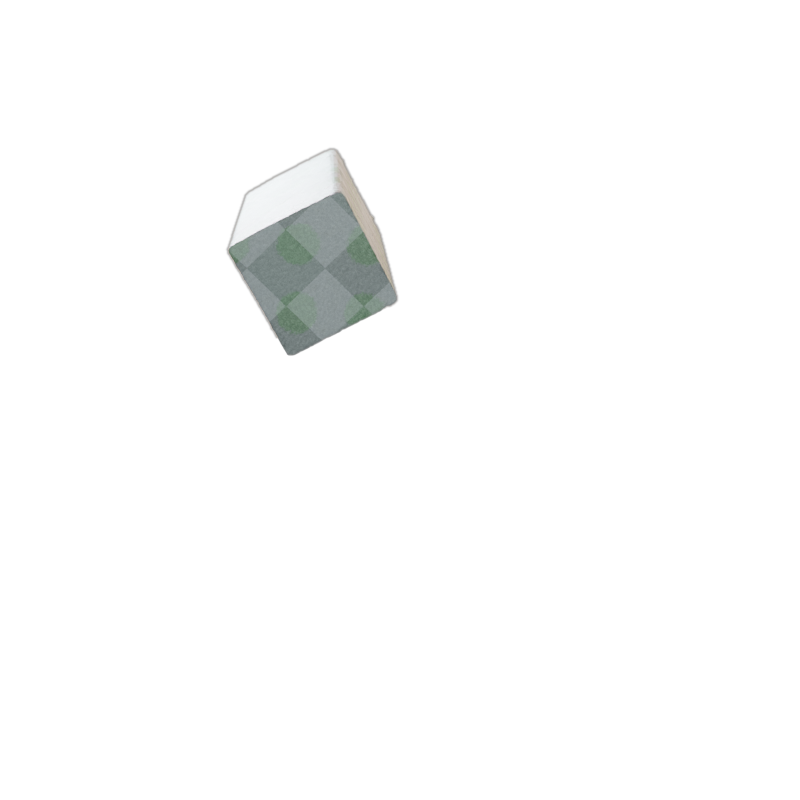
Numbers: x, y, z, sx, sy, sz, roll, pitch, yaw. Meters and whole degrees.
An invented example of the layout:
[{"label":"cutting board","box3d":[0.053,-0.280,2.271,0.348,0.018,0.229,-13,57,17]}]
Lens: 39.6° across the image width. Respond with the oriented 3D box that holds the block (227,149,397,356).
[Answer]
[{"label":"block","box3d":[-0.067,-0.123,0.857,0.090,0.087,0.214,-27,19,5]}]
